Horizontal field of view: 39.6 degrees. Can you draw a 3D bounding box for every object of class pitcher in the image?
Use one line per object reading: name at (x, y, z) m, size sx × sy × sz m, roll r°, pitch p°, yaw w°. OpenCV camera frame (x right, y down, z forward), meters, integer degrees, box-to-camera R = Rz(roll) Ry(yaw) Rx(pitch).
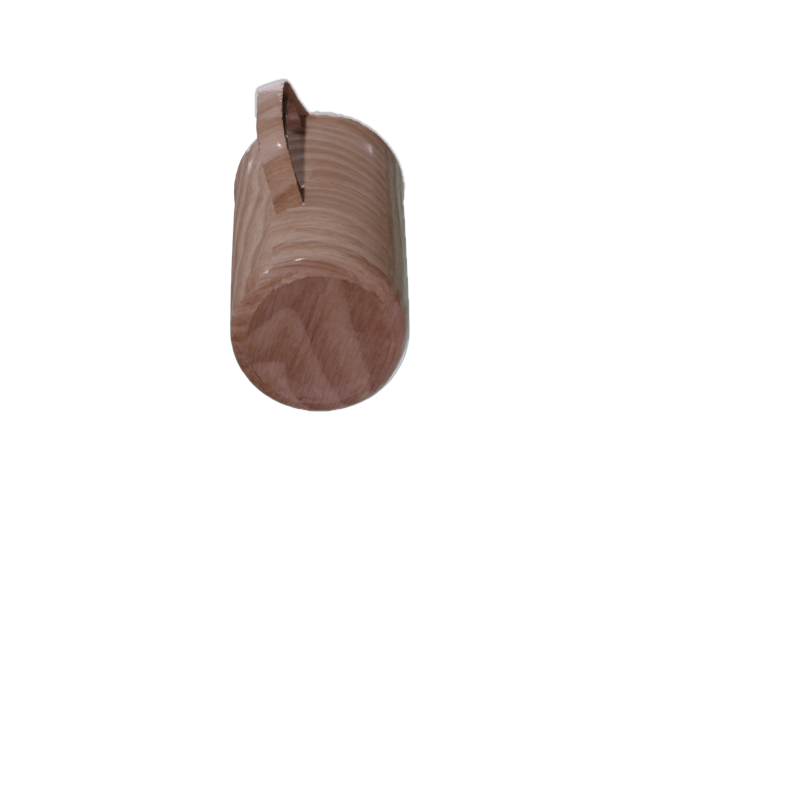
pitcher at (-0.059, -0.108, 0.759) m, size 0.145 × 0.141 × 0.258 m, roll 24°, pitch 25°, yaw -16°
